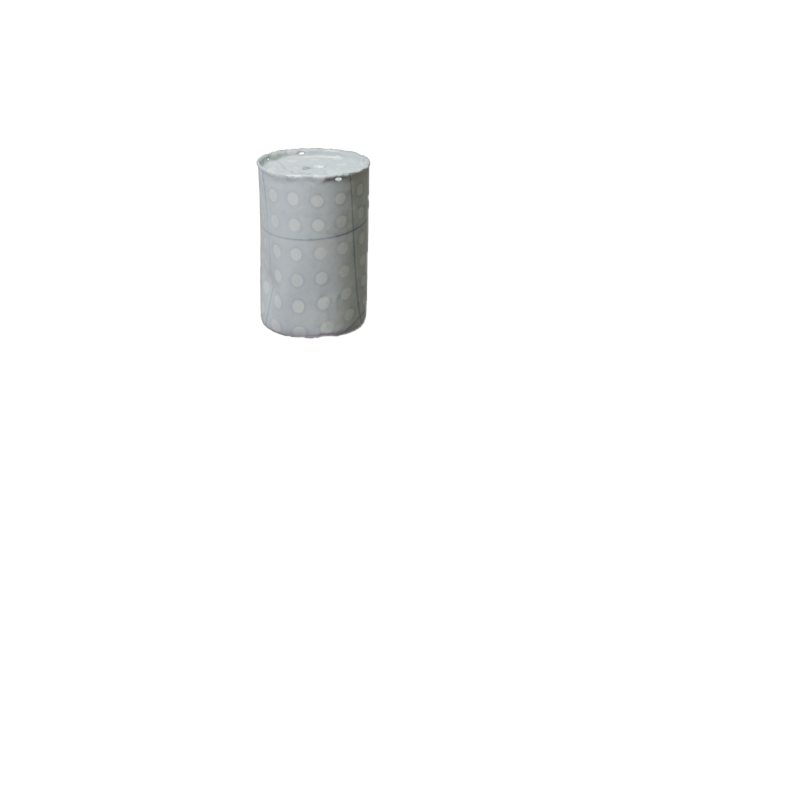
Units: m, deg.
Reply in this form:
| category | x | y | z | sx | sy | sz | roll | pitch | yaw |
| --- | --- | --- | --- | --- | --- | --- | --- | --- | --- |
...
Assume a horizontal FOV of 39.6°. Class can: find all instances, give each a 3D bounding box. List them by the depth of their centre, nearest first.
| category | x | y | z | sx | sy | sz | roll | pitch | yaw |
| --- | --- | --- | --- | --- | --- | --- | --- | --- | --- |
| can | -0.053 | -0.096 | 0.676 | 0.068 | 0.098 | 0.072 | 0 | 21 | -2 |
